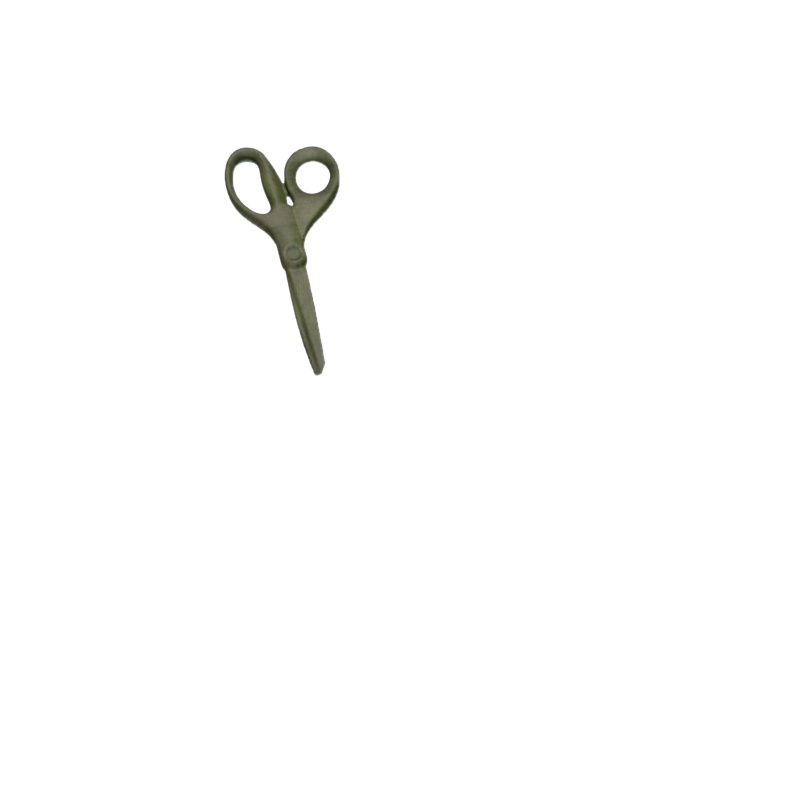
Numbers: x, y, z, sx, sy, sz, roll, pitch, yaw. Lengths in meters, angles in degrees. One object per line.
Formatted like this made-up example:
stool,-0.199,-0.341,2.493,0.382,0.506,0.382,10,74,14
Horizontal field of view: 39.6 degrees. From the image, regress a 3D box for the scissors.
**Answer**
scissors,-0.064,-0.116,0.815,0.096,0.216,0.015,-23,-29,-14
